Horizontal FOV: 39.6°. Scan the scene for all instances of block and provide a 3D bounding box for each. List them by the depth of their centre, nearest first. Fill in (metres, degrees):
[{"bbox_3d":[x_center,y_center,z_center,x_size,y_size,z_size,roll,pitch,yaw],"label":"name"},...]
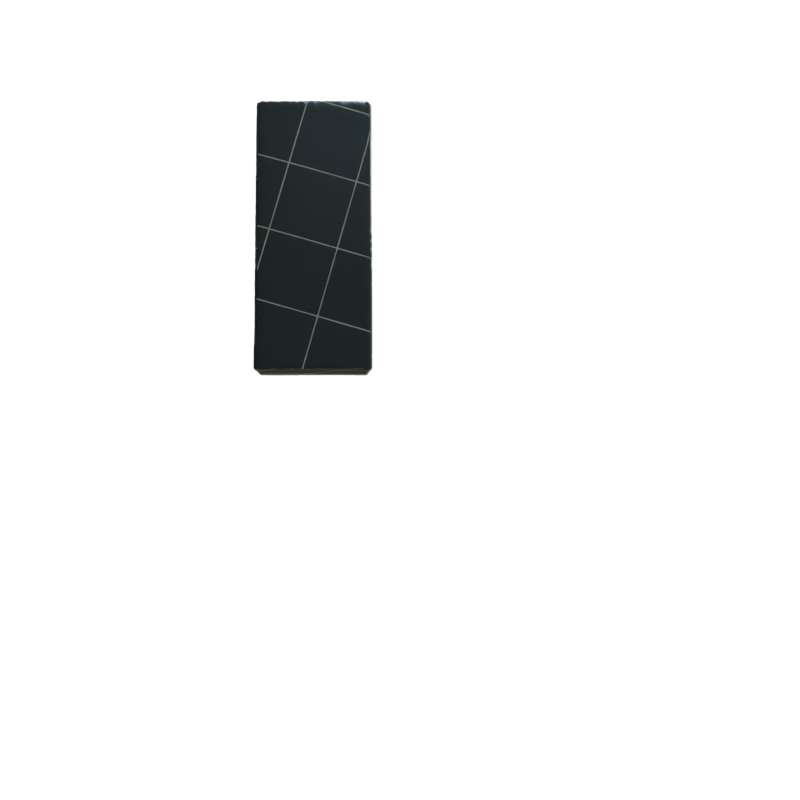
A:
[{"bbox_3d":[-0.068,-0.126,0.879,0.090,0.211,0.089,0,-9,-2],"label":"block"}]
